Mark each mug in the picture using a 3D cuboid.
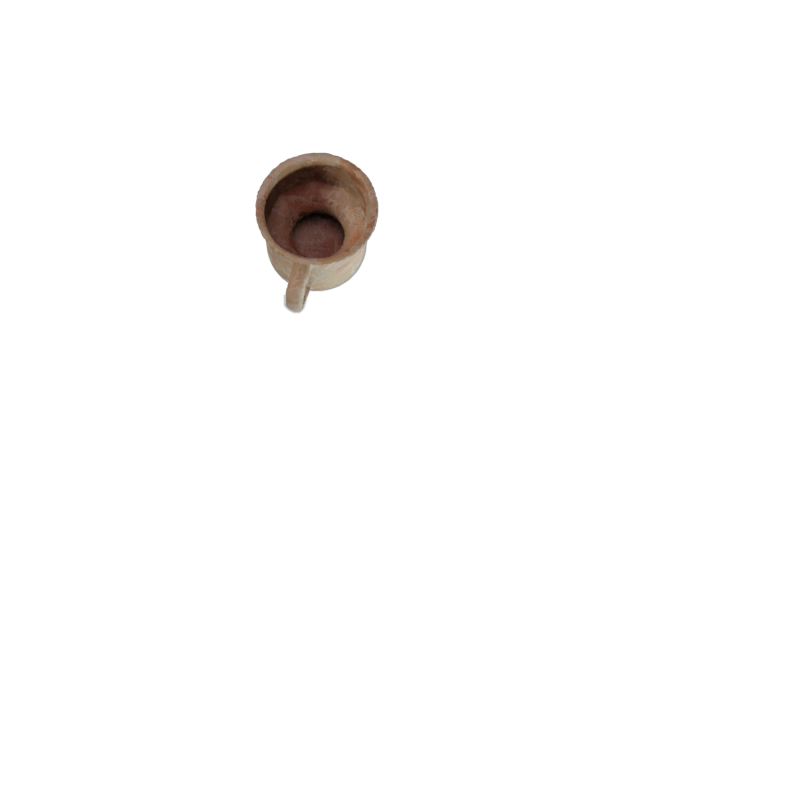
[{"bbox_3d":[-0.068,-0.124,0.867,0.094,0.122,0.078,11,-19,2],"label":"mug"}]
